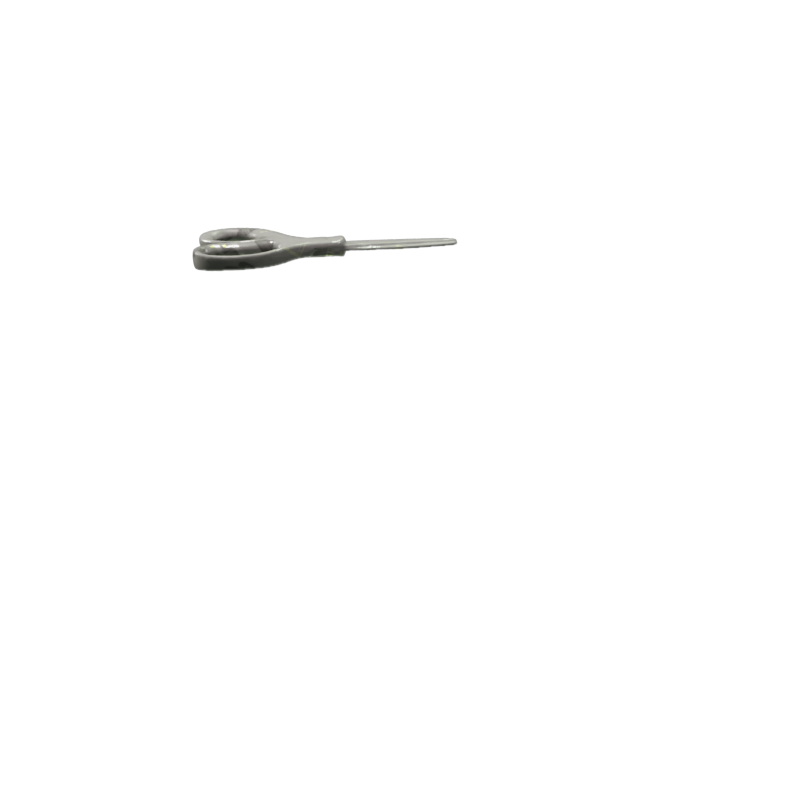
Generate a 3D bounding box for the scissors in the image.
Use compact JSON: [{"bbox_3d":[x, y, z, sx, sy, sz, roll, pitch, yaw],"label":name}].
[{"bbox_3d":[-0.067,-0.122,0.855,0.197,0.015,0.102,-10,24,-24],"label":"scissors"}]
